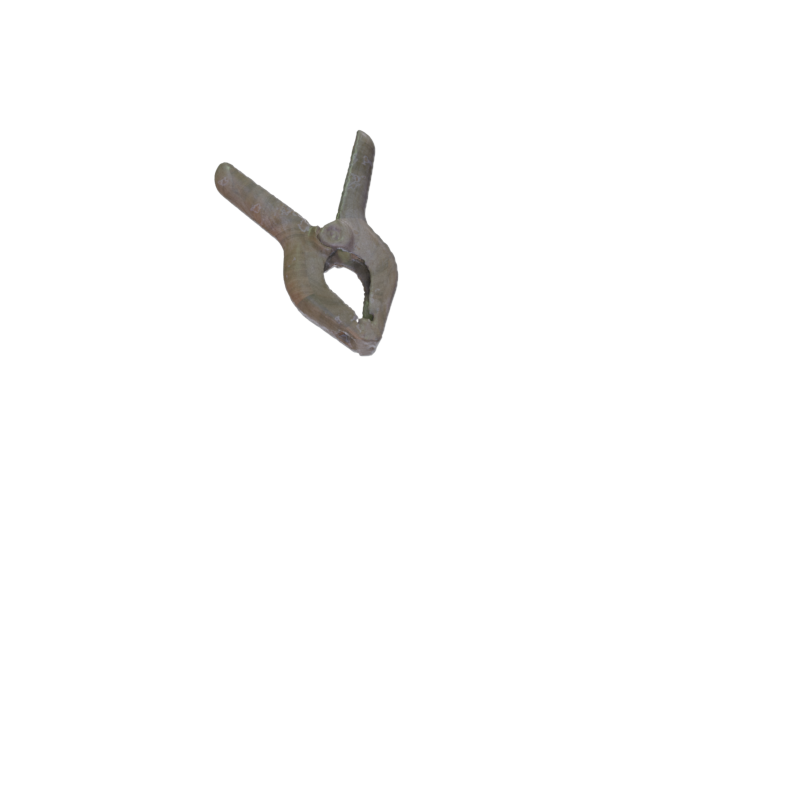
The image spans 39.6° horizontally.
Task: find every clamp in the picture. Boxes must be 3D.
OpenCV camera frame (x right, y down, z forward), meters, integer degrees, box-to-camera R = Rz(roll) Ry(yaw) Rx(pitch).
[{"bbox_3d":[-0.060,-0.110,0.772,0.119,0.183,0.037,-11,-28,-6],"label":"clamp"}]
